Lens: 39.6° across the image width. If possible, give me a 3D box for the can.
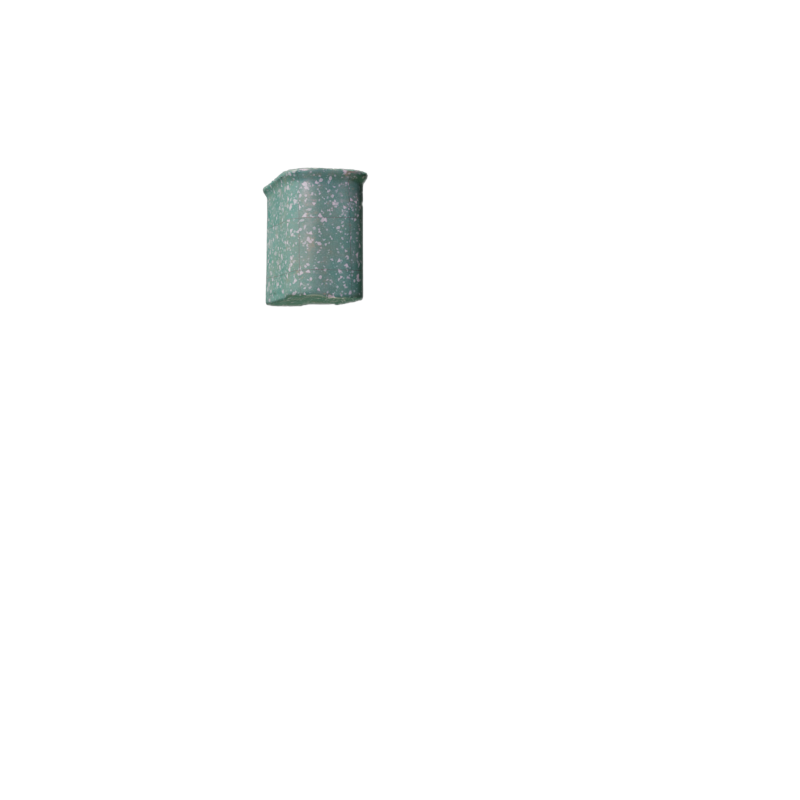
[{"bbox_3d":[-0.059,-0.108,0.755,0.056,0.085,0.103,1,-2,-17],"label":"can"}]
